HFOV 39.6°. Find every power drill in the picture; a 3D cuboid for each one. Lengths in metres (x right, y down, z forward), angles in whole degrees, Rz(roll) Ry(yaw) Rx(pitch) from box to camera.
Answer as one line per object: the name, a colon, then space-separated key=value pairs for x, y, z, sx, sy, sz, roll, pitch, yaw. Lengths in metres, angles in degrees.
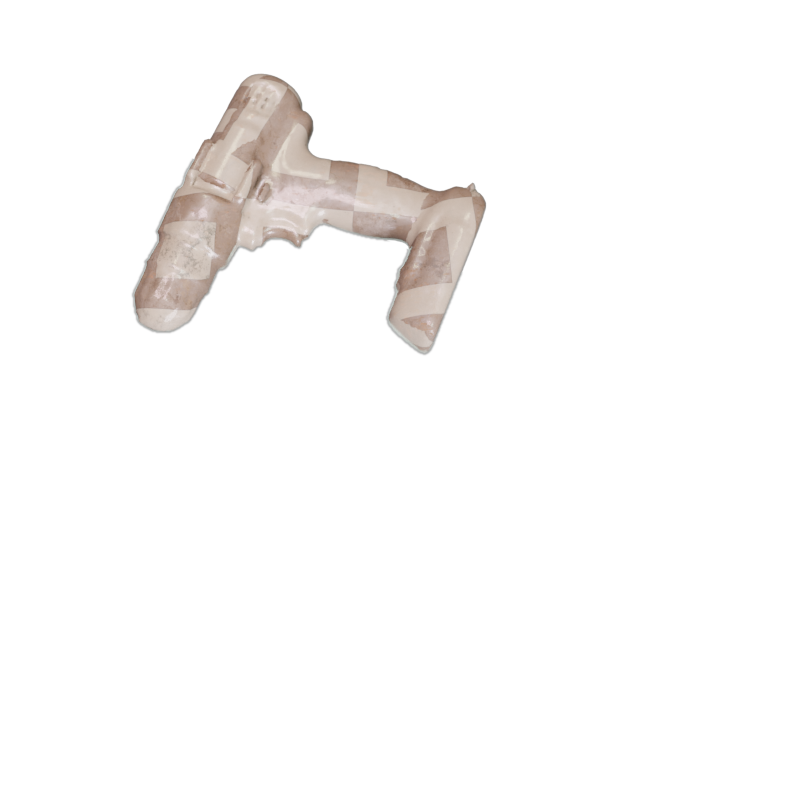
power drill: x=-0.054 y=-0.099 z=0.695 sx=0.190 sy=0.189 sz=0.055 roll=23 pitch=-16 yaw=6
